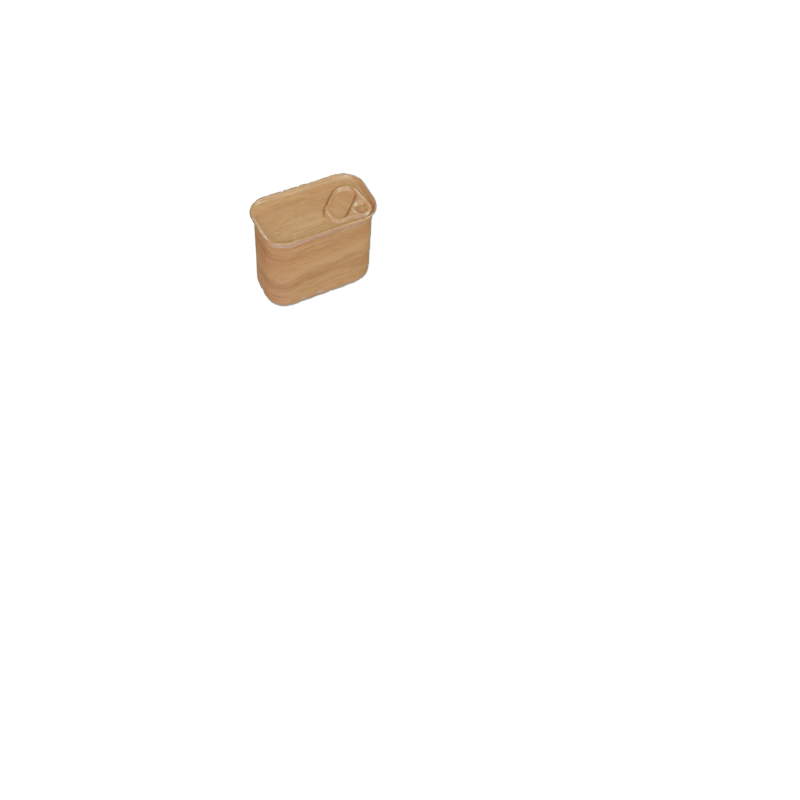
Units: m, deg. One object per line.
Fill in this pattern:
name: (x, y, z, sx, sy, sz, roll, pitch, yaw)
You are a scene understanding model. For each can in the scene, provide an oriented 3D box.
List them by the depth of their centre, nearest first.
can: (-0.073, -0.134, 0.935, 0.101, 0.062, 0.078, -20, -34, -17)
